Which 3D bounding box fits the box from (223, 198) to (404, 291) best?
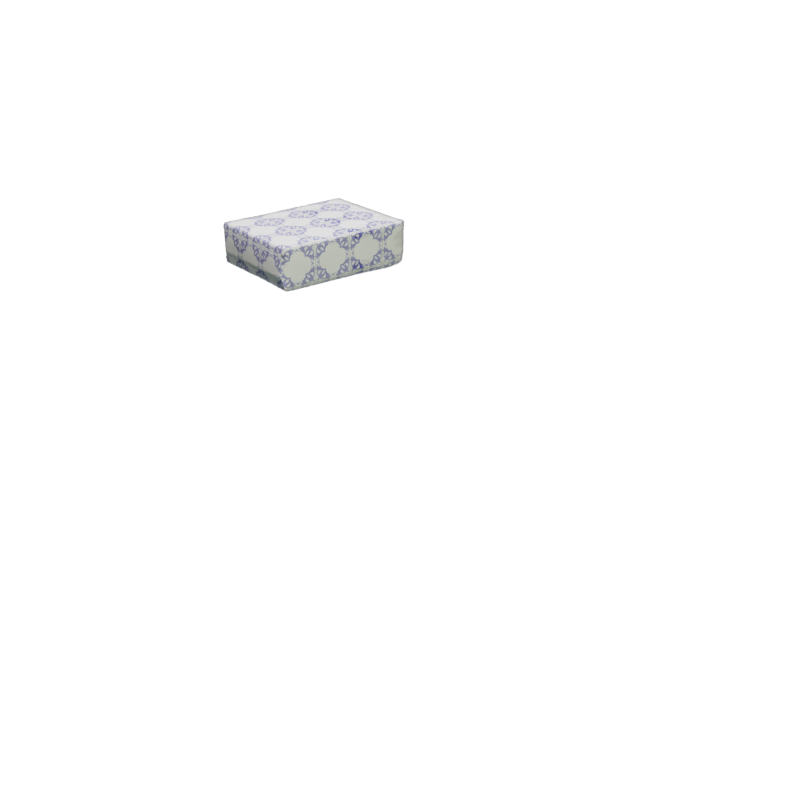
[{"bbox_3d":[-0.067,-0.123,0.860,0.111,0.037,0.096,-16,28,-32],"label":"box"}]
